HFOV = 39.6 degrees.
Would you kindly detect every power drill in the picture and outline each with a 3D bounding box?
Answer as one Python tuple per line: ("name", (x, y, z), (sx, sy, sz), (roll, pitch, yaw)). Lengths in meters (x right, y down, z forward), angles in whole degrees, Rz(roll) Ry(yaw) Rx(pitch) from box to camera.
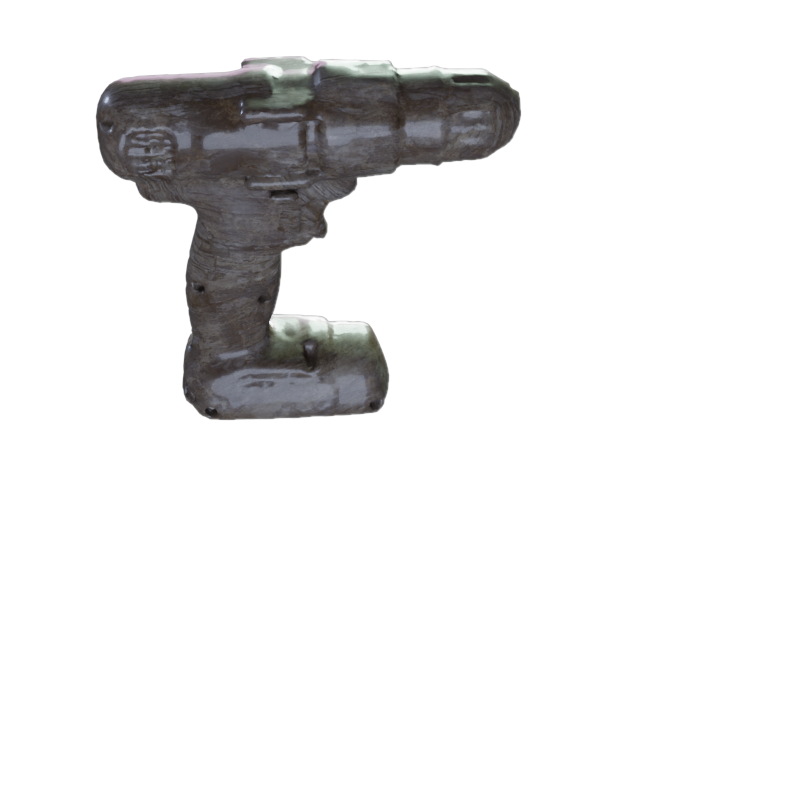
("power drill", (-0.041, -0.075, 0.527), (0.184, 0.175, 0.061), (0, 39, 0))
